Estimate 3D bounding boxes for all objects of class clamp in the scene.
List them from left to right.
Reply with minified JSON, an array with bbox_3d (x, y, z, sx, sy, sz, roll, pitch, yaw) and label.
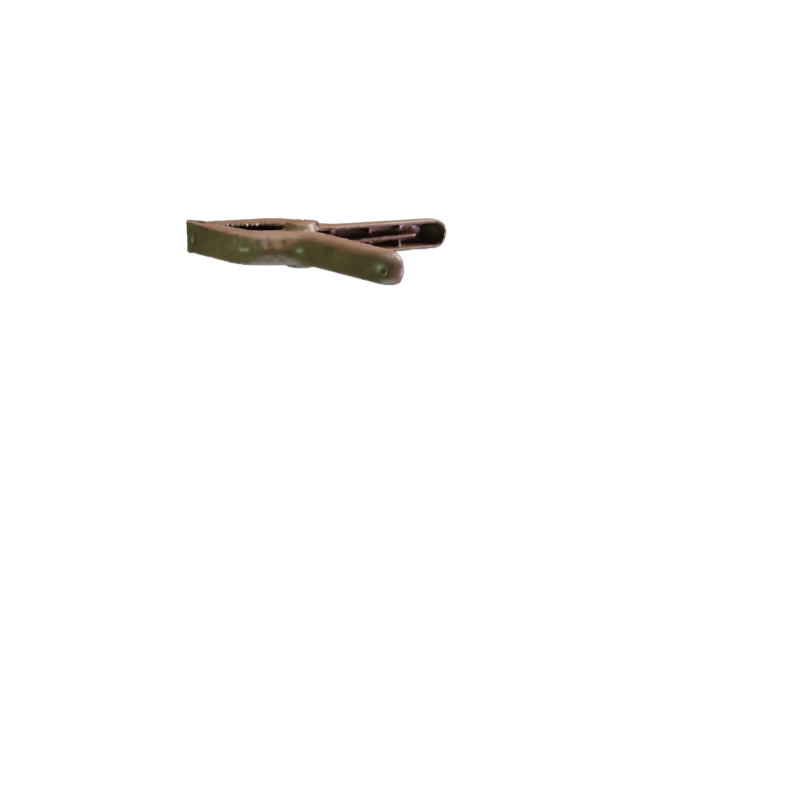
[{"bbox_3d":[-0.070,-0.128,0.895,0.217,0.035,0.164,7,19,22],"label":"clamp"}]
